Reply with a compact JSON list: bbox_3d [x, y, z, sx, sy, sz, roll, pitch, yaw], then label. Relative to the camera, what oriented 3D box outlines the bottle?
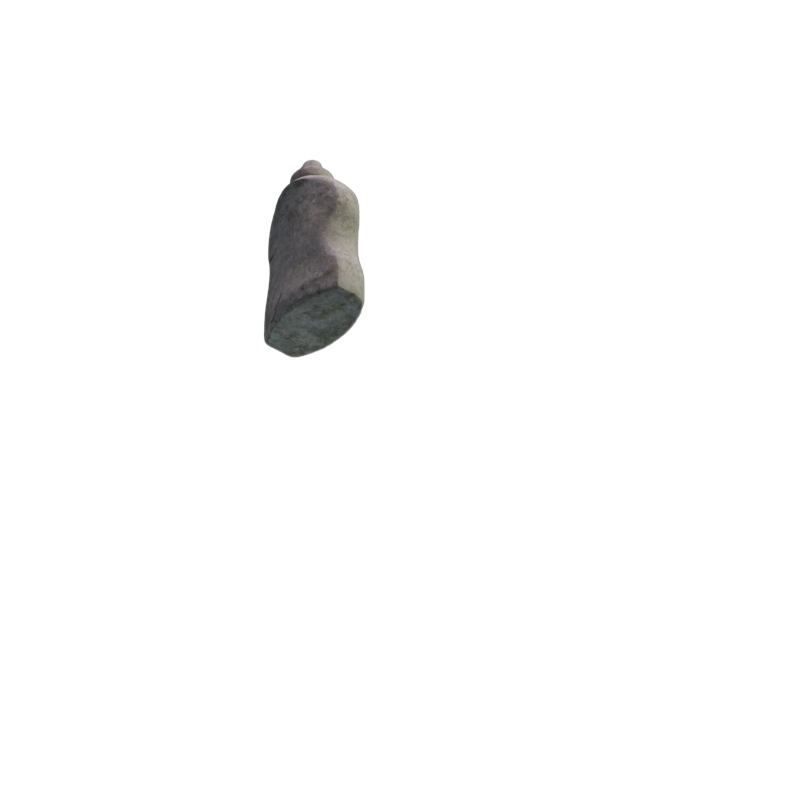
[{"bbox_3d":[-0.075,-0.136,0.954,0.055,0.206,0.095,27,-49,-31],"label":"bottle"}]
